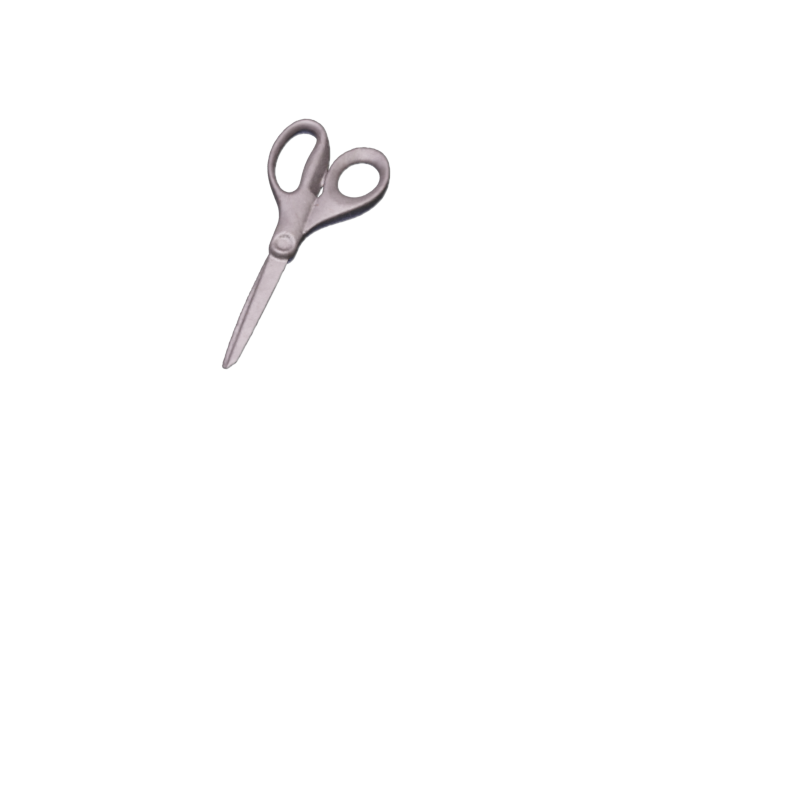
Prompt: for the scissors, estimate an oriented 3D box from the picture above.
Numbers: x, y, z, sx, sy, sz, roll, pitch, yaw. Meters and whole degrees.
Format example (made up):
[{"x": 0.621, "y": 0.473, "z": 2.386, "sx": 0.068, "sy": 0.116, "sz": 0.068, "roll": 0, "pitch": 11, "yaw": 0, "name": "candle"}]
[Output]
[{"x": -0.059, "y": -0.107, "z": 0.752, "sx": 0.096, "sy": 0.214, "sz": 0.015, "roll": 3, "pitch": -30, "yaw": 2, "name": "scissors"}]
